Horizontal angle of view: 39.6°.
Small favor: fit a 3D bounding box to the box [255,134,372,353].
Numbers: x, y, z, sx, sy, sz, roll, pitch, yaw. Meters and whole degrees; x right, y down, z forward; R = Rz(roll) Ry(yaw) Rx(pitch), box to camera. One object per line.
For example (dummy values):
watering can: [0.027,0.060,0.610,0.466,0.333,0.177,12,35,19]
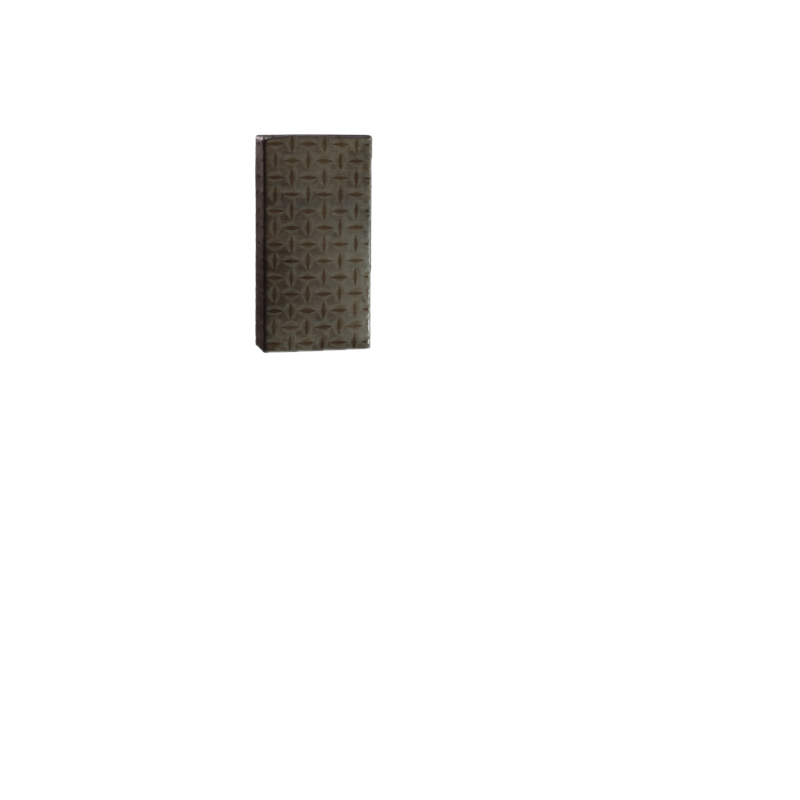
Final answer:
box: [-0.071,-0.130,0.912,0.092,0.173,0.050,-2,8,-14]
